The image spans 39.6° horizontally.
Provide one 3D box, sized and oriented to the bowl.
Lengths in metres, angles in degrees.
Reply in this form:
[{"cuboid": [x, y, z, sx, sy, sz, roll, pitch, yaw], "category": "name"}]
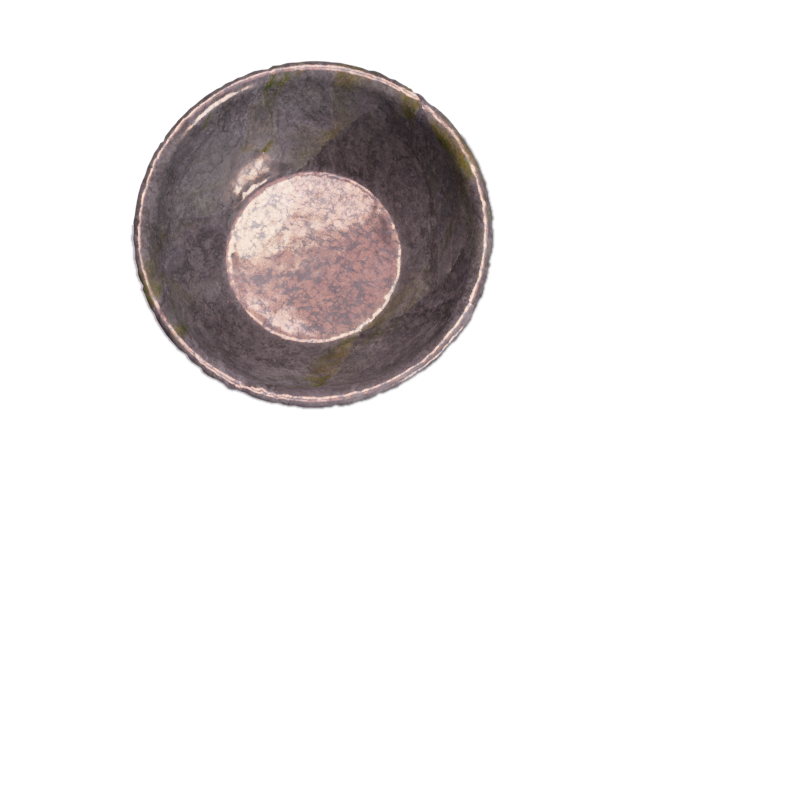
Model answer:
[{"cuboid": [-0.041, -0.074, 0.520, 0.162, 0.168, 0.053, 0, -14, -1], "category": "bowl"}]
